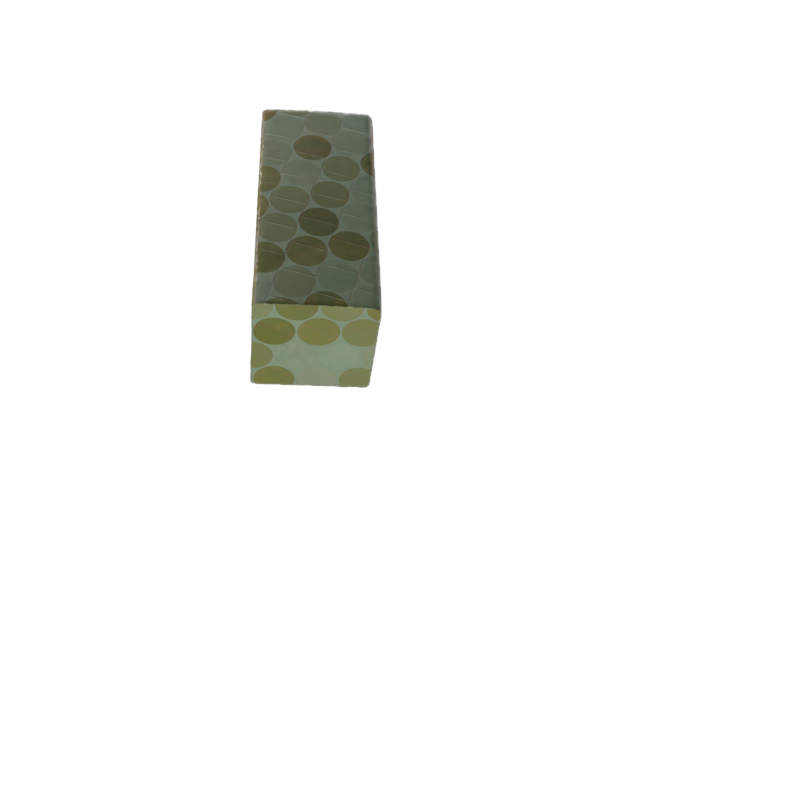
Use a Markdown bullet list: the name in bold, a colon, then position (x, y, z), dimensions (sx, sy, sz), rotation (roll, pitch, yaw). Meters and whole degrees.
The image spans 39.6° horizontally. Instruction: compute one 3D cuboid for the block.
- **block**: position (-0.066, -0.121, 0.846), dimensions (0.090, 0.221, 0.085), rotation (2, -41, -6)
